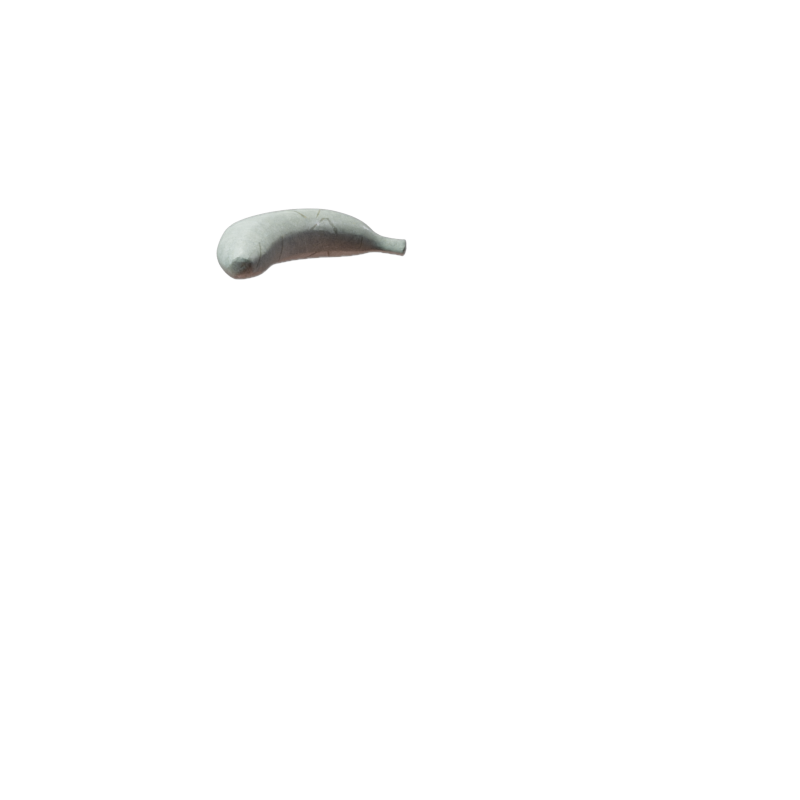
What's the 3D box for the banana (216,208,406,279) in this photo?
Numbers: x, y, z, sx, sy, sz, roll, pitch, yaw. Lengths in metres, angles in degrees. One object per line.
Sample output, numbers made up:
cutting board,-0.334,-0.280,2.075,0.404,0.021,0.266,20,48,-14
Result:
banana,-0.071,-0.107,0.741,0.072,0.036,0.194,7,16,30
